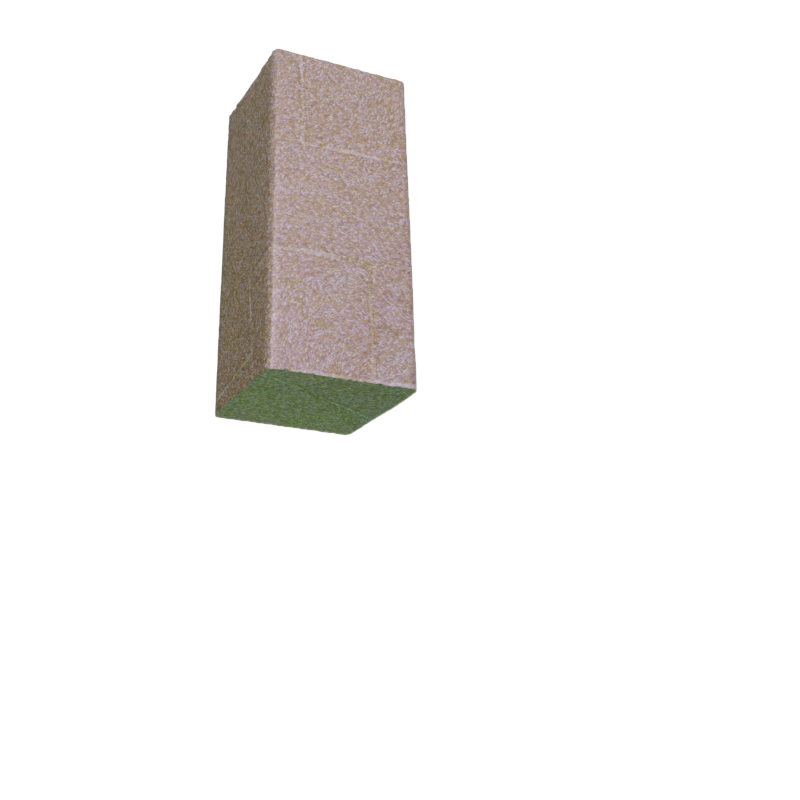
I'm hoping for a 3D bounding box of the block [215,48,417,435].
[{"bbox_3d":[-0.053,-0.095,0.670,0.087,0.218,0.088,10,-28,-24],"label":"block"}]
